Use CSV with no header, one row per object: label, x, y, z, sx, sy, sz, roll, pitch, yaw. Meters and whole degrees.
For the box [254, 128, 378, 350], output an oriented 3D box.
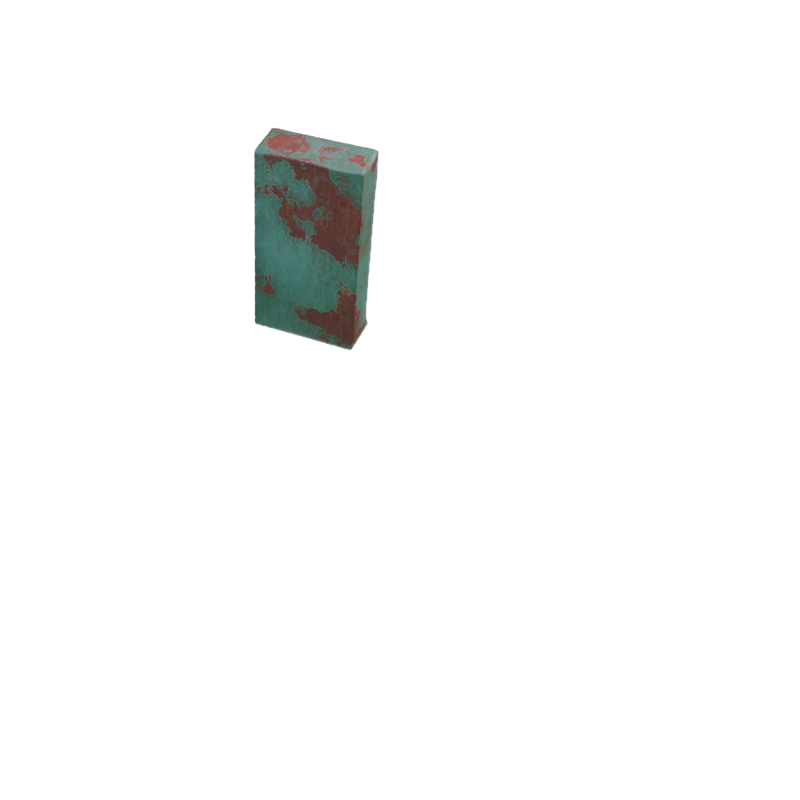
box,-0.071,-0.129,0.906,0.096,0.164,0.050,16,42,14
